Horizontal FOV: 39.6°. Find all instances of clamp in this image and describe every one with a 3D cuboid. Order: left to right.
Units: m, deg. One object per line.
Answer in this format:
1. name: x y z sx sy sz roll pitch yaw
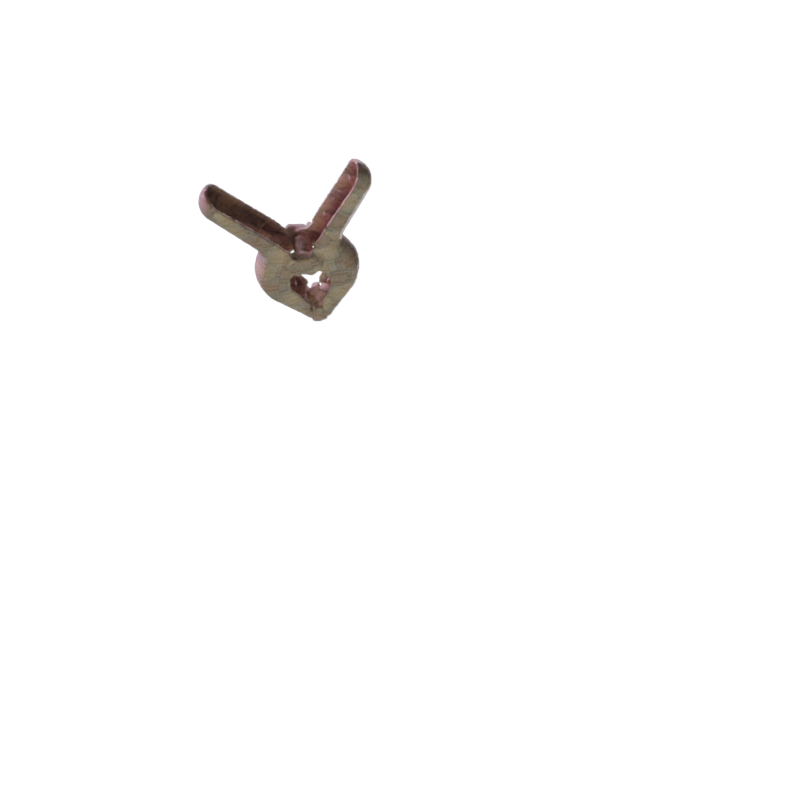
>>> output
1. clamp: -0.064 -0.117 0.818 0.122 0.042 0.159 -8 -28 14
